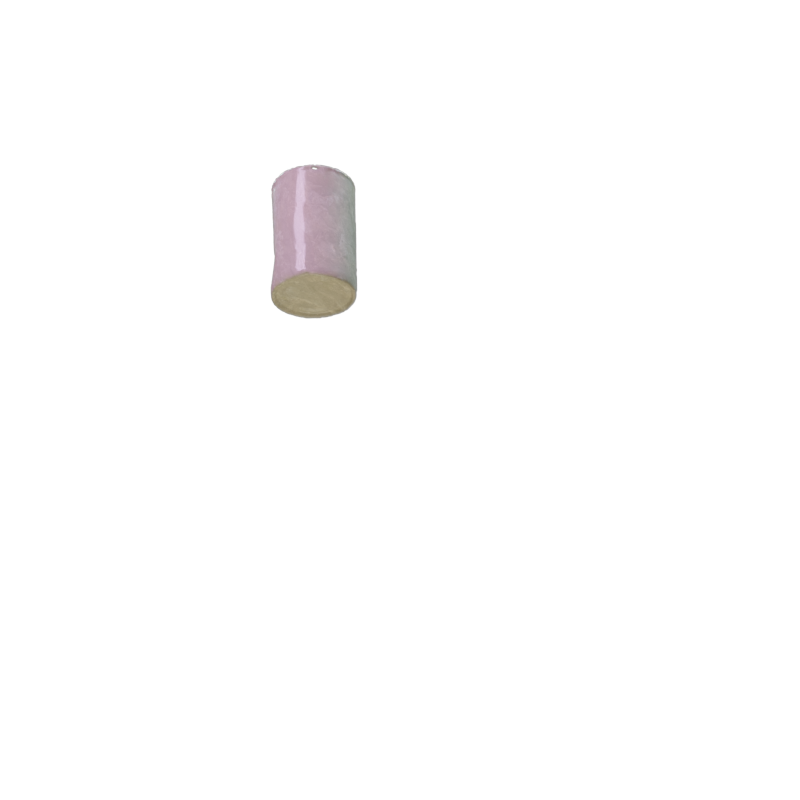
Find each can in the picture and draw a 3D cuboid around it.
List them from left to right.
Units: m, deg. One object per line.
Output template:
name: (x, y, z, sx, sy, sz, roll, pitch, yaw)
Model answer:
can: (-0.068, -0.124, 0.868, 0.068, 0.109, 0.064, 0, -30, -2)
